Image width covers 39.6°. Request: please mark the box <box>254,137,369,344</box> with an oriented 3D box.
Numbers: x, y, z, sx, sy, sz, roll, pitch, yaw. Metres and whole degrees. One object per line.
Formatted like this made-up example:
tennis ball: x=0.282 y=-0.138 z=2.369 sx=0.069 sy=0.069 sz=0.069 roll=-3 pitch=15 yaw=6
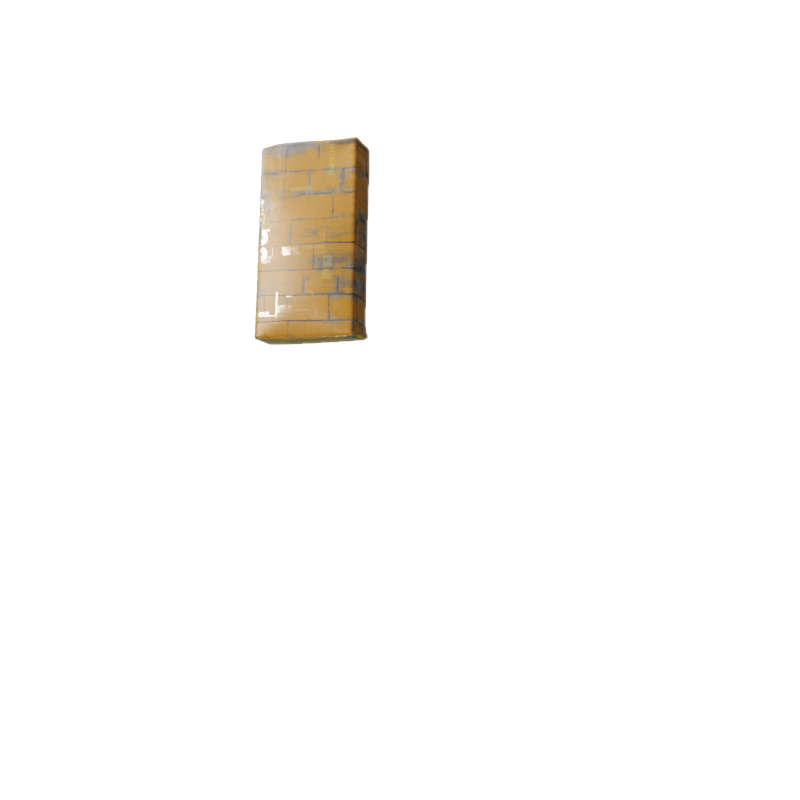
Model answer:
box: x=-0.077 y=-0.139 z=0.975 sx=0.095 sy=0.181 sz=0.046 roll=-4 pitch=-11 yaw=18
